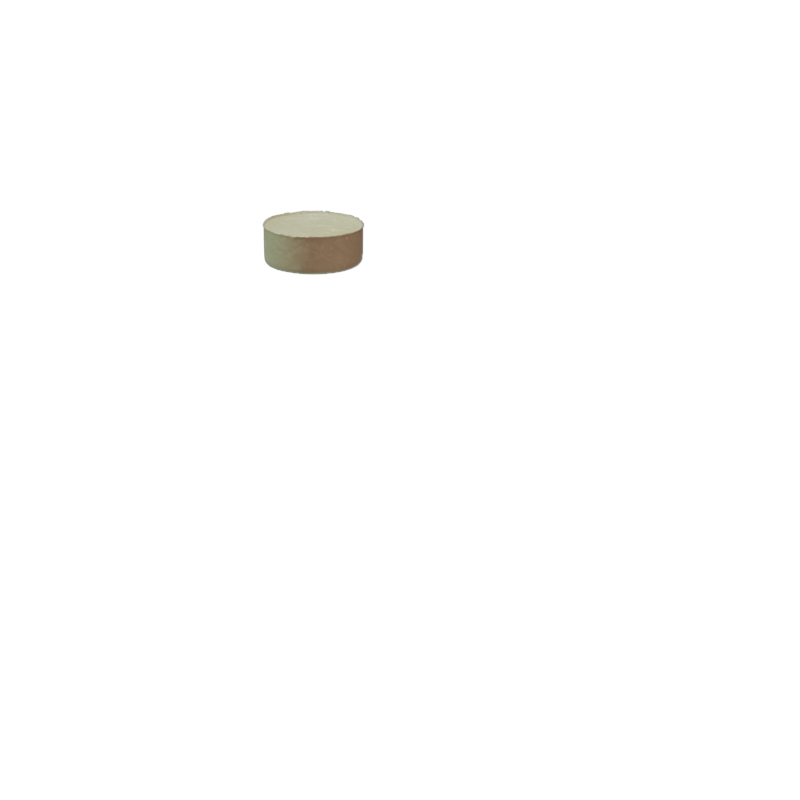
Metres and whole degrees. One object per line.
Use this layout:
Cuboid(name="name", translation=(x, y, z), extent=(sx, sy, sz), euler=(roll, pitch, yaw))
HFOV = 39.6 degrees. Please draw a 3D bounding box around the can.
Cuboid(name="can", translation=(-0.074, -0.134, 0.940), extent=(0.086, 0.032, 0.090), euler=(-1, 22, -2))
